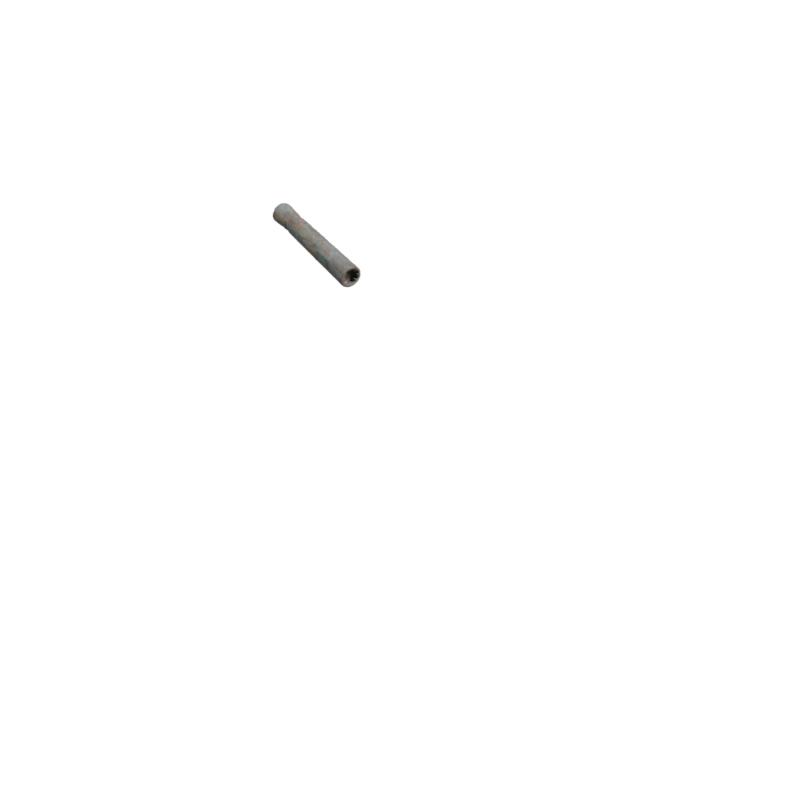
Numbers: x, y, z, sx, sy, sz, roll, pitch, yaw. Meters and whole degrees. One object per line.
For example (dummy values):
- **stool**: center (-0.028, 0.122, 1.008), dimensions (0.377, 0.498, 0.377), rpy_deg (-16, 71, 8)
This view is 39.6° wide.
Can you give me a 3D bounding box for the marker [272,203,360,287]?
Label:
- **marker**: center (-0.071, -0.130, 0.908), dimensions (0.019, 0.019, 0.131), rpy_deg (-3, 33, -35)
